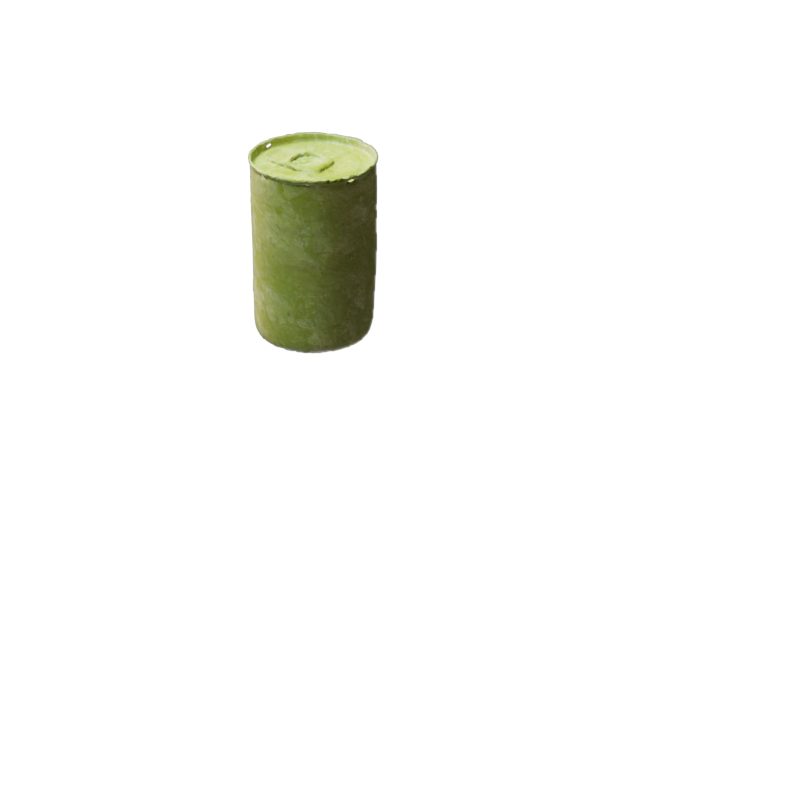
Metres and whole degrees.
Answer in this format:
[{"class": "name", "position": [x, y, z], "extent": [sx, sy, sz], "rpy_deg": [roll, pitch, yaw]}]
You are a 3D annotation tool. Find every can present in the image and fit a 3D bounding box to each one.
[{"class": "can", "position": [-0.047, -0.086, 0.599], "extent": [0.068, 0.096, 0.073], "rpy_deg": [0, 30, -2]}]
